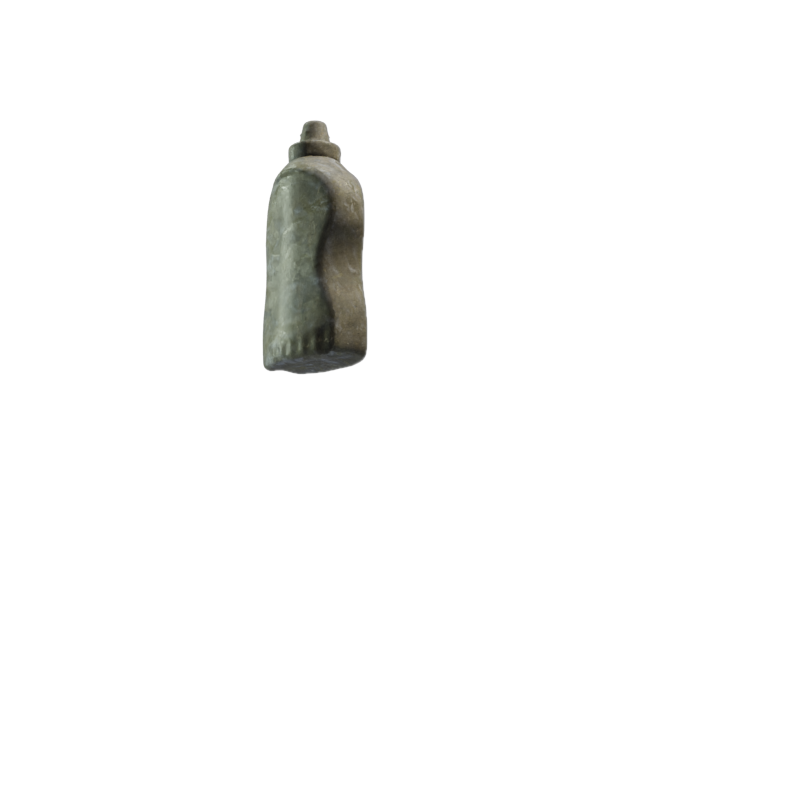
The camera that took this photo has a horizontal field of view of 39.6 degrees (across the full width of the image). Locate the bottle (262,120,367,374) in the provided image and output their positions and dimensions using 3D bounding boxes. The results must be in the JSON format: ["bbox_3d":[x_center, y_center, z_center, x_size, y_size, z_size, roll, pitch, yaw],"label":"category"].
[{"bbox_3d":[-0.066,-0.120,0.842,0.056,0.199,0.097,9,-17,-35],"label":"bottle"}]
